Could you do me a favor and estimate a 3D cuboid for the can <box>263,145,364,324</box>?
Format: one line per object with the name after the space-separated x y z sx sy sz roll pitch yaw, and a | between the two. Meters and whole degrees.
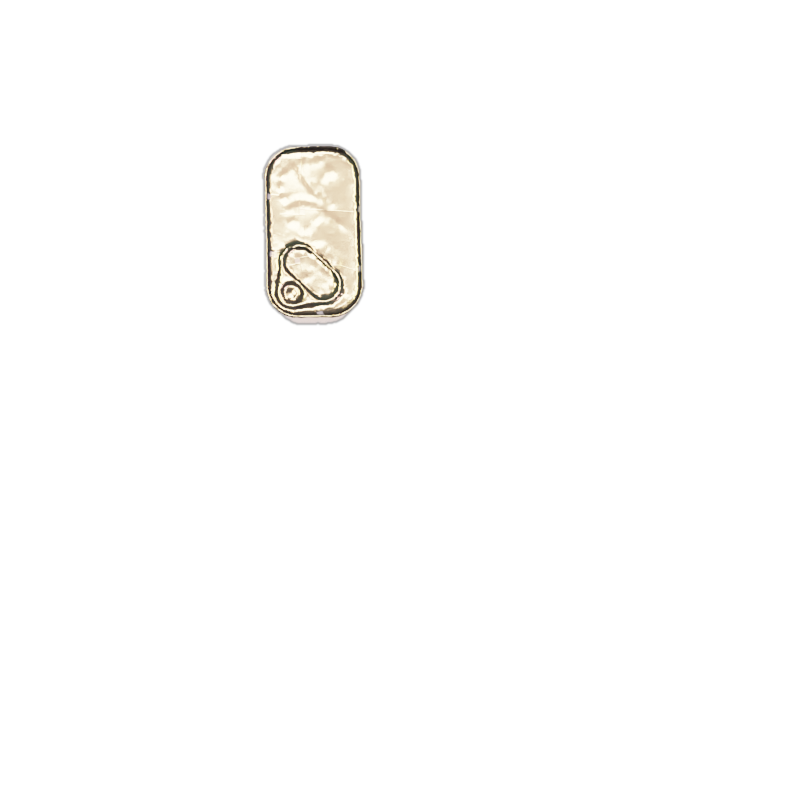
-0.054 -0.098 0.686 0.057 0.104 0.082 -2 -6 -3 | can
